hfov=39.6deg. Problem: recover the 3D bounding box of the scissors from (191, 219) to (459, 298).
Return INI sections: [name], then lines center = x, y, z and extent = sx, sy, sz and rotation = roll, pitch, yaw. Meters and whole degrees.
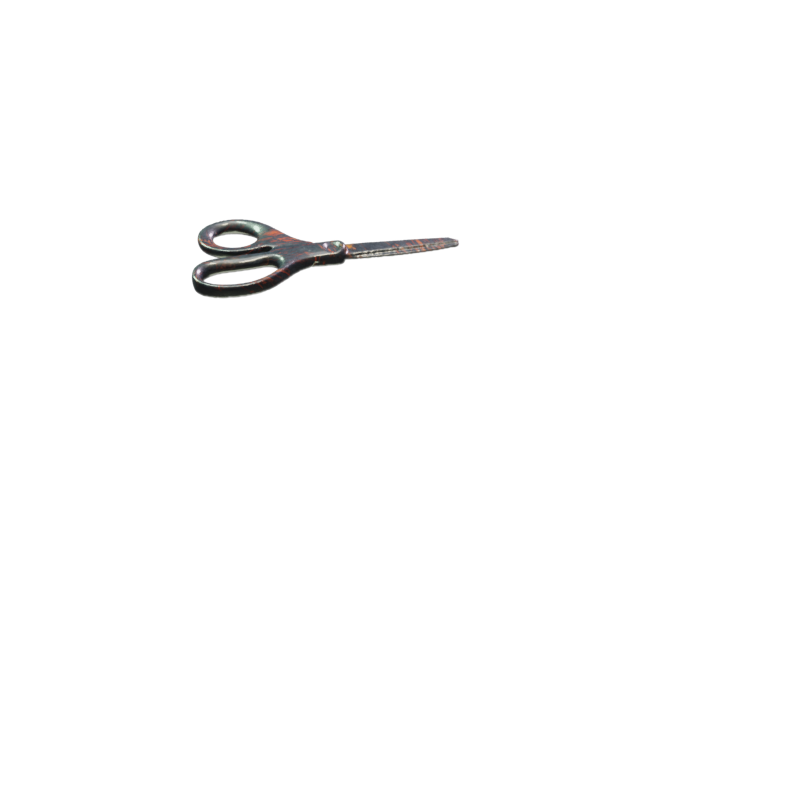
[scissors]
center = -0.066, -0.121, 0.844
extent = 0.199, 0.015, 0.104
rotation = -17, 43, -19
